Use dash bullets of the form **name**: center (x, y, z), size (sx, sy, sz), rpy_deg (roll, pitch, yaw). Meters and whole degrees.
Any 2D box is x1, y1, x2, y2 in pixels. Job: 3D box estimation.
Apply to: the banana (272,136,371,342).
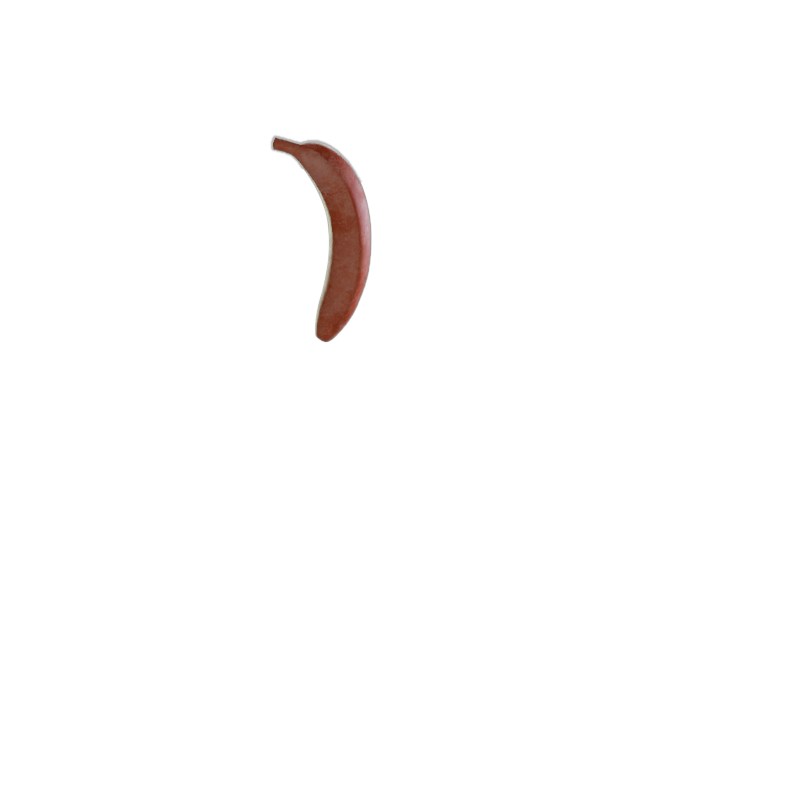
- **banana**: center (-0.059, -0.146, 0.970), size (0.070, 0.188, 0.039), rpy_deg (-10, 22, 3)
